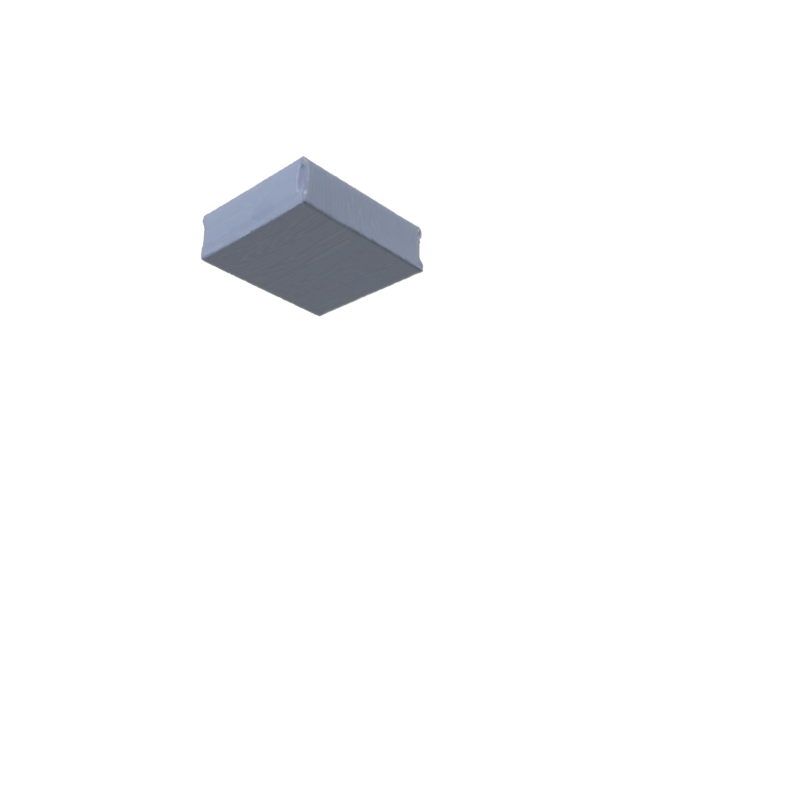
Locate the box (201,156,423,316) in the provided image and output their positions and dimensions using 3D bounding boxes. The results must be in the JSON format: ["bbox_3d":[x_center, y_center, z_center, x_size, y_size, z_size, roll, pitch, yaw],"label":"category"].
[{"bbox_3d":[-0.044,-0.080,0.560,0.073,0.032,0.084,-23,-34,38],"label":"box"}]
